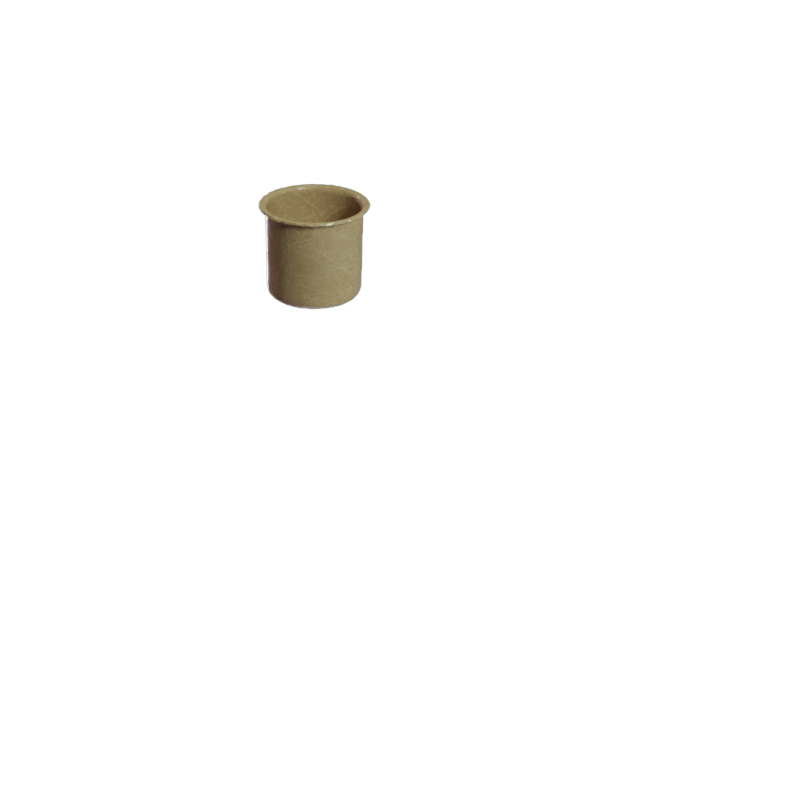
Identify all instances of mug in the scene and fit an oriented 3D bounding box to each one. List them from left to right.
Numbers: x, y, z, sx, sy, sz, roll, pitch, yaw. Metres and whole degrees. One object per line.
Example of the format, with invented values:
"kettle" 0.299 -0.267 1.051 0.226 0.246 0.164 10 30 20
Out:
"mug" -0.074 -0.135 0.949 0.093 0.077 0.125 -2 29 -6
